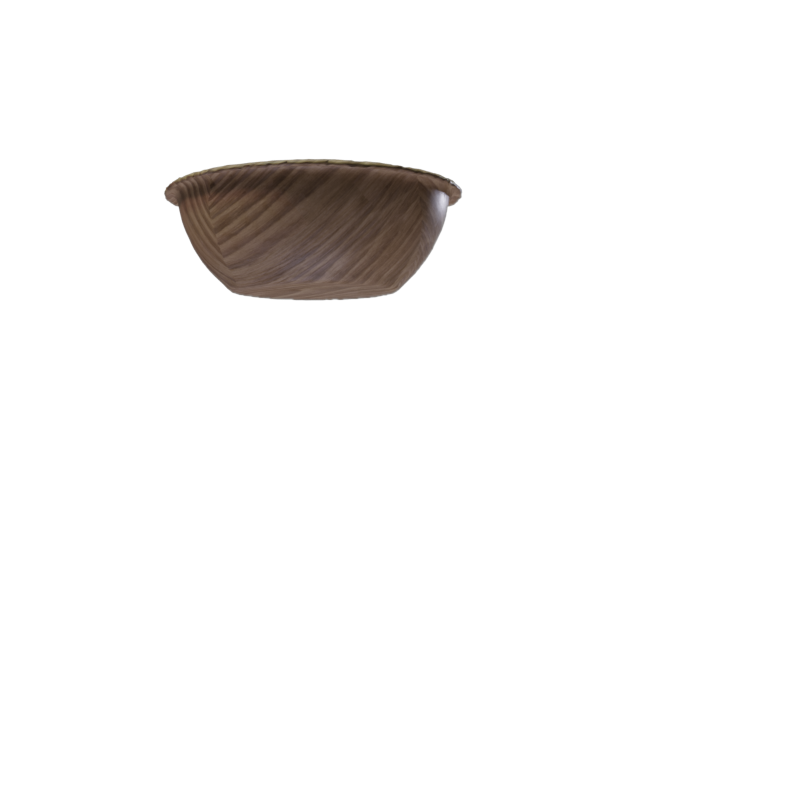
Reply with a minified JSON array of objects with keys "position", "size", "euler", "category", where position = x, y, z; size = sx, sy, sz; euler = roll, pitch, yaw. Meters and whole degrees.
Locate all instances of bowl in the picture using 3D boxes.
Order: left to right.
[{"position":[-0.047,-0.086,0.602],"size":[0.162,0.056,0.160],"euler":[0,-2,-2],"category":"bowl"}]
